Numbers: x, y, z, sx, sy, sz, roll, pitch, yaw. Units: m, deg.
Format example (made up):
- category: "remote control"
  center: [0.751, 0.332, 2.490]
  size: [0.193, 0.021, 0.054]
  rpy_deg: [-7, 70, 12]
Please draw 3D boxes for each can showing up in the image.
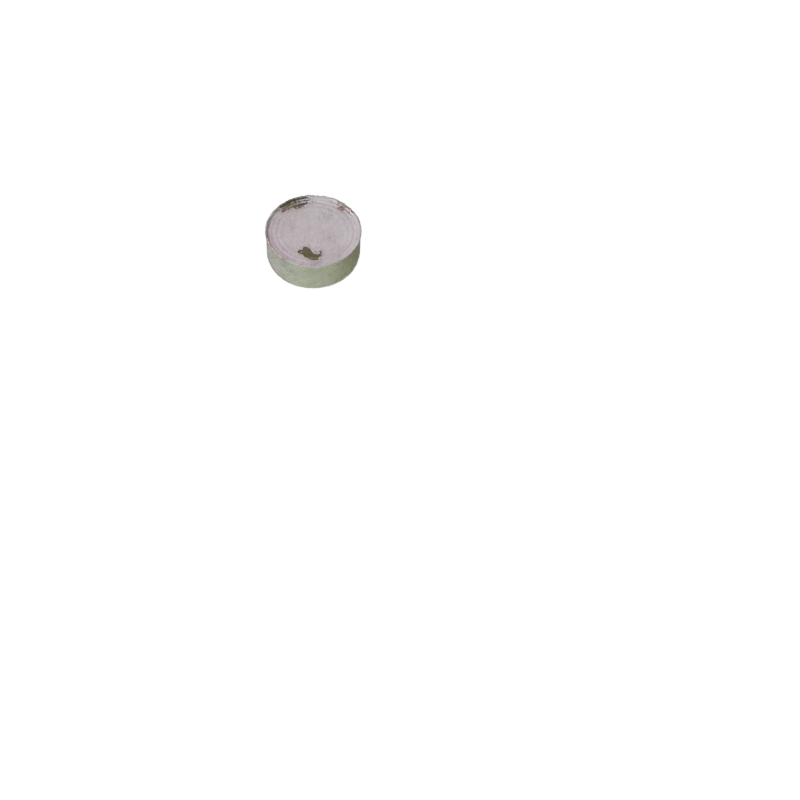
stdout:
- category: "can"
  center: [-0.078, -0.142, 0.994]
  size: [0.086, 0.092, 0.031]
  rpy_deg: [-1, -38, -1]
